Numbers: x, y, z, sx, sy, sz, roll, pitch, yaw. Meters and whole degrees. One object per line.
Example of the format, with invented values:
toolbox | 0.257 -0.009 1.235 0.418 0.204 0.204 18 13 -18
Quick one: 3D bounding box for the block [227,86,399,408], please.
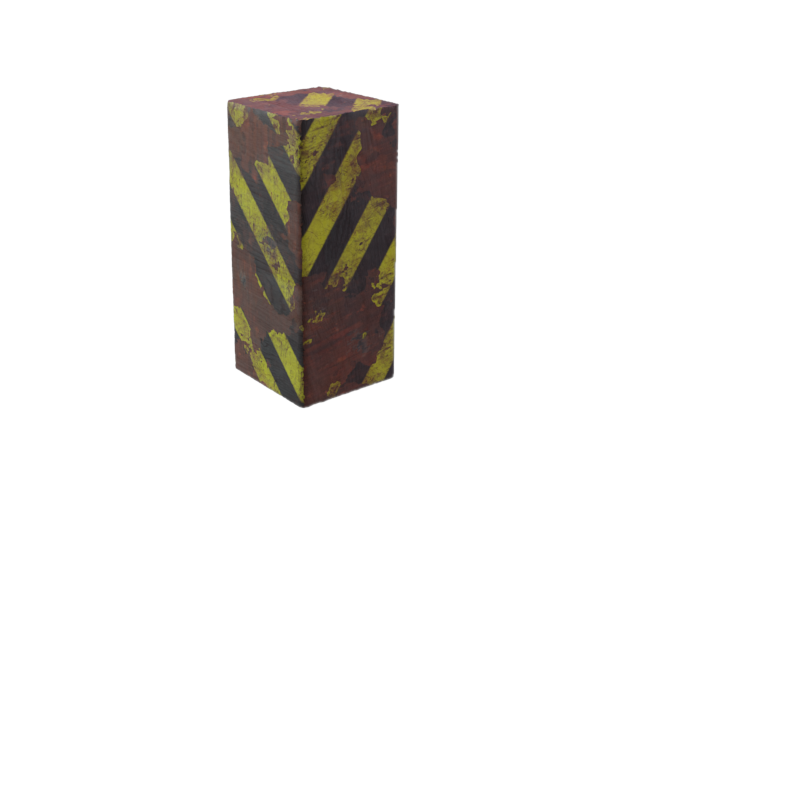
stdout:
block | -0.063 -0.114 0.802 0.088 0.197 0.097 -15 26 -37
